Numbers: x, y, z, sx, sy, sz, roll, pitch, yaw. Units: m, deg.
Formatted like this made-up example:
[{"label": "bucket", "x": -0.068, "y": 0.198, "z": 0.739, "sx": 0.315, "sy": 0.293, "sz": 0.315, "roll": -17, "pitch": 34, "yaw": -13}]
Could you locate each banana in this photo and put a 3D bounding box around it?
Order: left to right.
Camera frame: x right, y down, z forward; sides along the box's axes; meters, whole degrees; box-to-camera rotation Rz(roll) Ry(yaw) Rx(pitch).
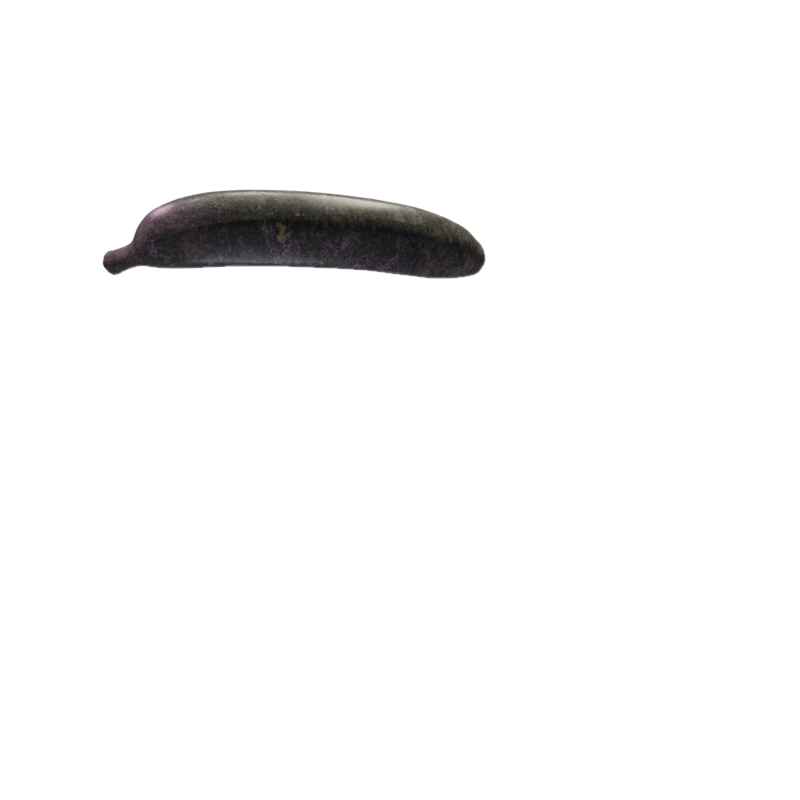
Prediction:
[{"label": "banana", "x": -0.041, "y": -0.079, "z": 0.537, "sx": 0.194, "sy": 0.037, "sz": 0.070, "roll": 0, "pitch": -2, "yaw": -15}]
